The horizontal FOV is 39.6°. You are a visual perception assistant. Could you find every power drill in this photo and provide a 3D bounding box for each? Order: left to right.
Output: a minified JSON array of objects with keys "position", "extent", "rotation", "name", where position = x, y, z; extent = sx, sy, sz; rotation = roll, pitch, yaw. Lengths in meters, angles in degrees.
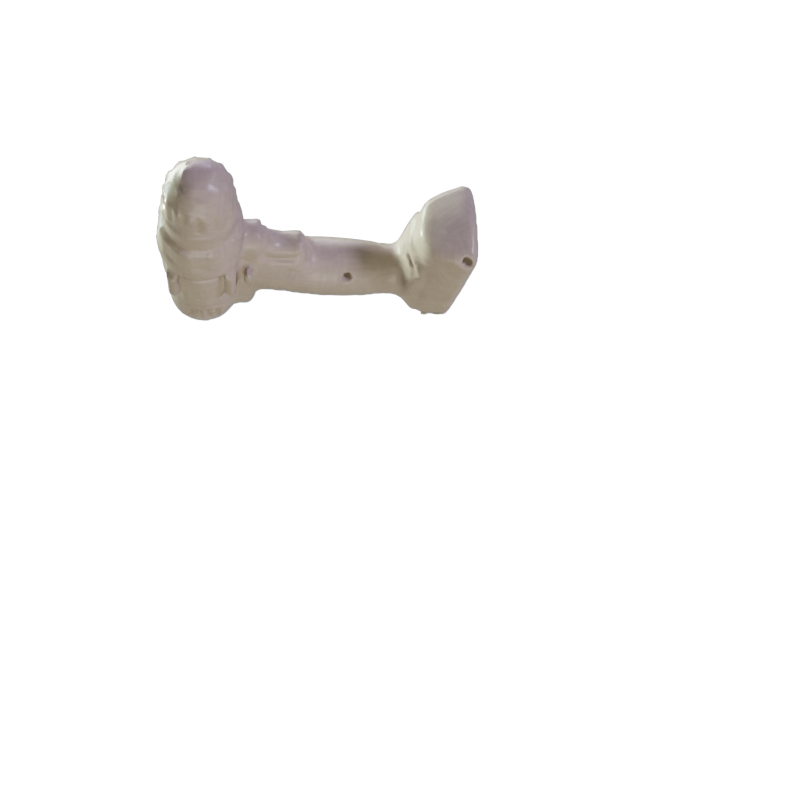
[{"position":[-0.052,-0.096,0.670],"extent":[0.186,0.060,0.179],"rotation":[1,-14,-7],"name":"power drill"}]
